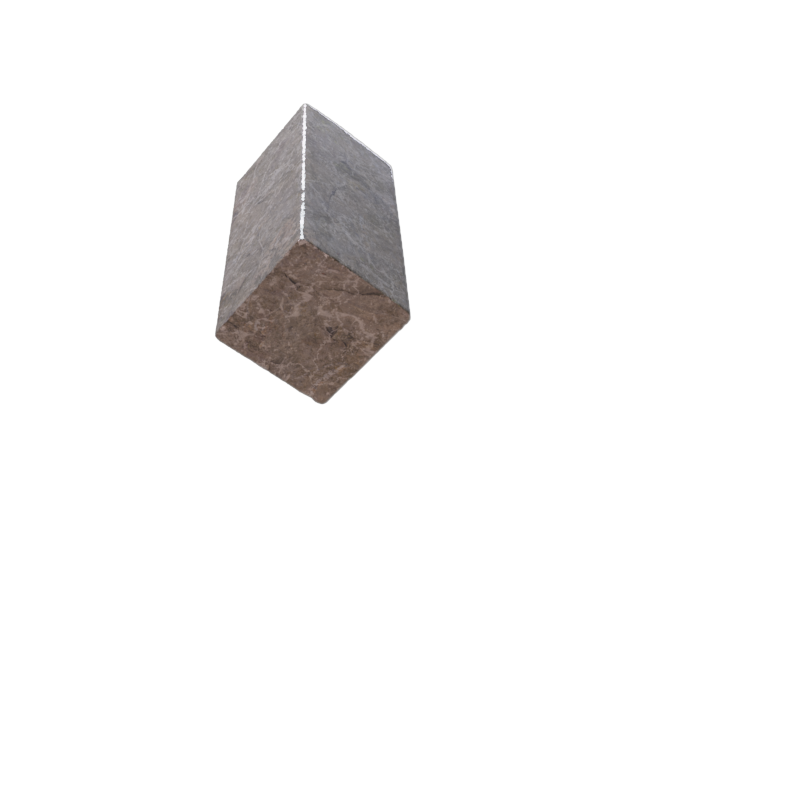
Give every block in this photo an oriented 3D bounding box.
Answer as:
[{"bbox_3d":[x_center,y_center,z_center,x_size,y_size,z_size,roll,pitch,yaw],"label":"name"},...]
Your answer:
[{"bbox_3d":[-0.059,-0.109,0.764,0.086,0.089,0.220,33,27,-24],"label":"block"}]
